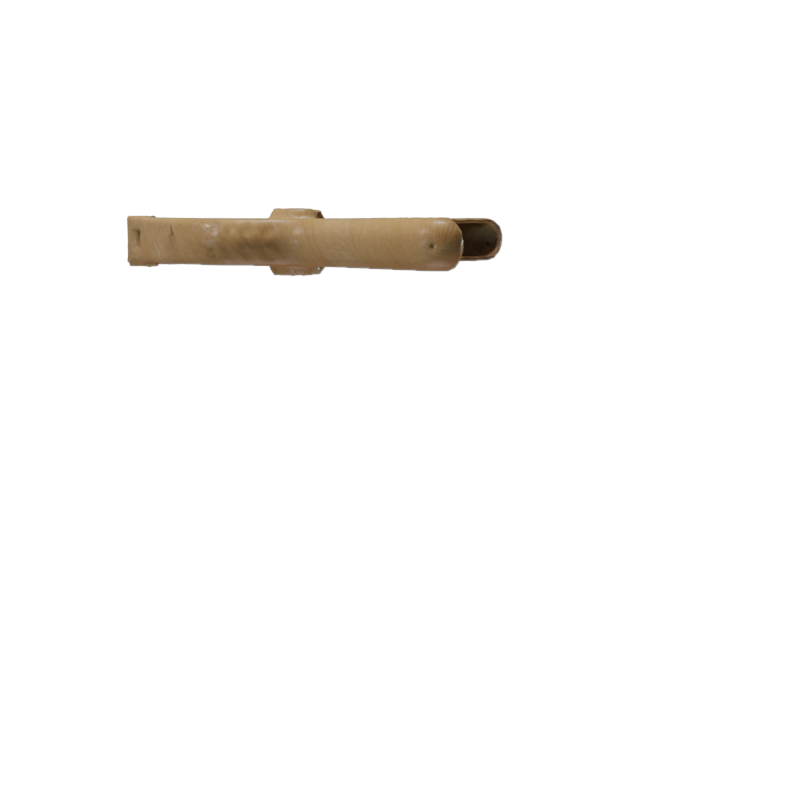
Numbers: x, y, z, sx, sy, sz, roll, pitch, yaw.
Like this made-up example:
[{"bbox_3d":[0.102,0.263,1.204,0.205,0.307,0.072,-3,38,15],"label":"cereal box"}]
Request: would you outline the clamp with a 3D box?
[{"bbox_3d":[-0.048,-0.087,0.610,0.216,0.036,0.161,3,8,21],"label":"clamp"}]
